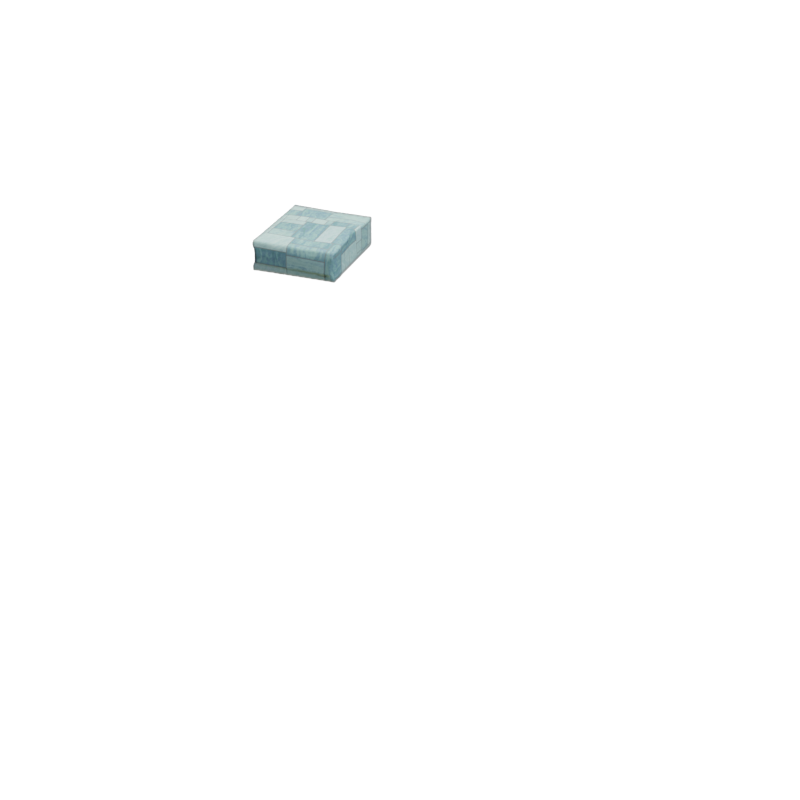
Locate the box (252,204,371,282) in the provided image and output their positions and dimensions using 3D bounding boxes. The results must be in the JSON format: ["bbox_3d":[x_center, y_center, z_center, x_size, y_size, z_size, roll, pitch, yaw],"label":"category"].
[{"bbox_3d":[-0.073,-0.133,0.930,0.075,0.028,0.091,11,31,18],"label":"box"}]
